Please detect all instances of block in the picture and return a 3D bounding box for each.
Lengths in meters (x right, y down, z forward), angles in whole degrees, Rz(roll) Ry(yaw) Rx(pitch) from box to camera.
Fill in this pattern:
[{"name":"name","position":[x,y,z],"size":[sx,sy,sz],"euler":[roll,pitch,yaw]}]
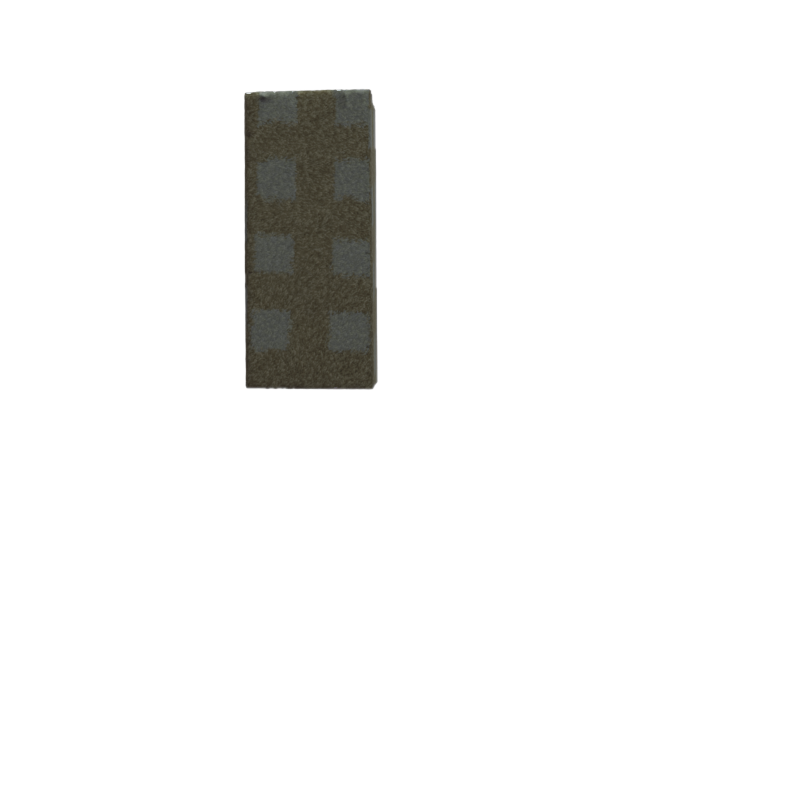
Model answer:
[{"name":"block","position":[-0.063,-0.115,0.804],"size":[0.091,0.208,0.089],"euler":[0,-2,3]}]
